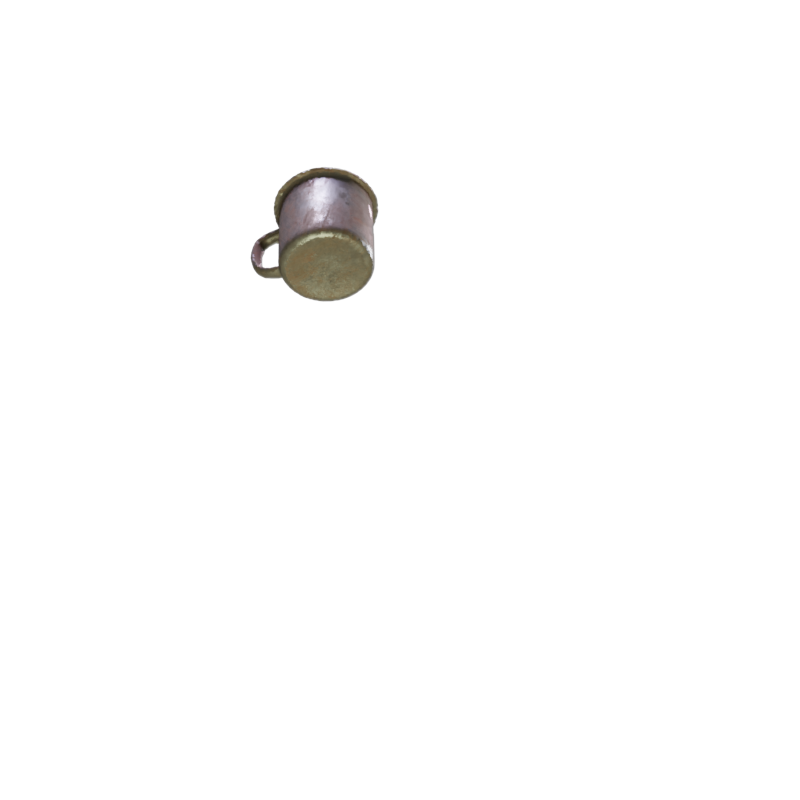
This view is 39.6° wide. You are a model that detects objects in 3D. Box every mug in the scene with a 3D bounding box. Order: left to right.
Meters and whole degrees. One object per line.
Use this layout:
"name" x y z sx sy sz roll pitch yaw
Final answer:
"mug" -0.075 -0.137 0.958 0.118 0.087 0.086 -15 -47 12
